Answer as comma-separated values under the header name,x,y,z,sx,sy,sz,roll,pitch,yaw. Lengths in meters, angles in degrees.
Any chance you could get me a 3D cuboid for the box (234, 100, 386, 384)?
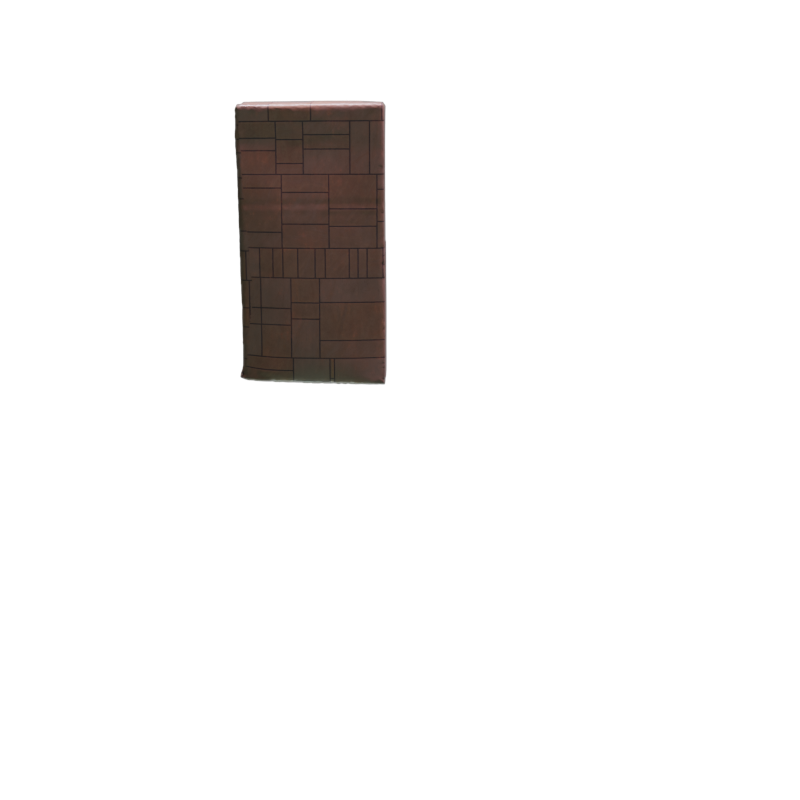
name,x,y,z,sx,sy,sz,roll,pitch,yaw
box,-0.055,-0.100,0.700,0.094,0.173,0.049,1,9,4
